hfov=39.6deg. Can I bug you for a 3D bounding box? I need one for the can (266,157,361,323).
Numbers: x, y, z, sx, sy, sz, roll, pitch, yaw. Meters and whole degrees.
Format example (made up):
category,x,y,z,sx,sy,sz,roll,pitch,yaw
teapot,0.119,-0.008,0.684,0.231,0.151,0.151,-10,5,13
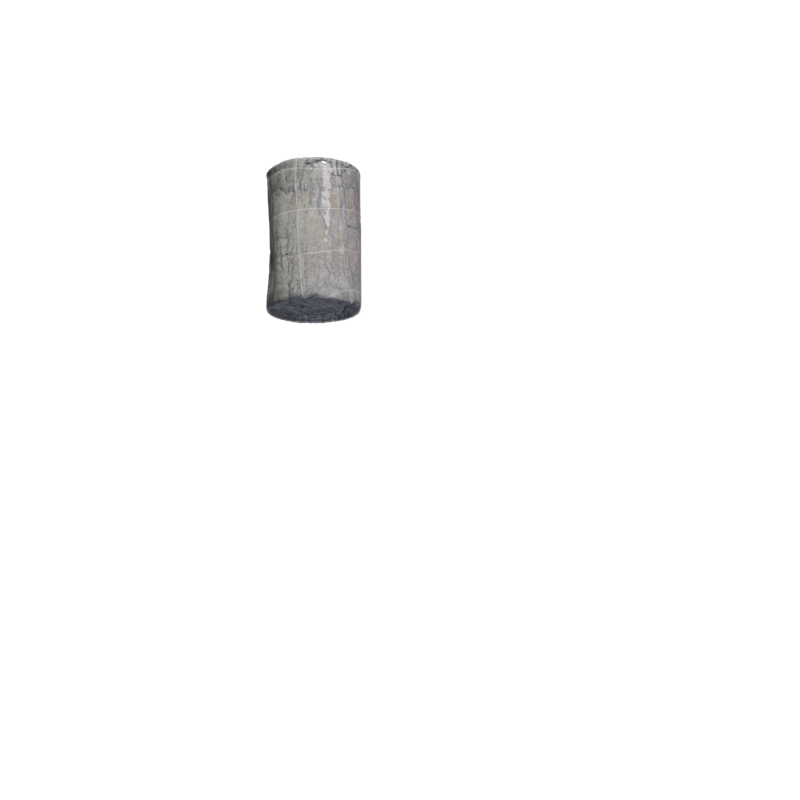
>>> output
category,x,y,z,sx,sy,sz,roll,pitch,yaw
can,-0.061,-0.111,0.781,0.068,0.107,0.066,0,-17,-2
